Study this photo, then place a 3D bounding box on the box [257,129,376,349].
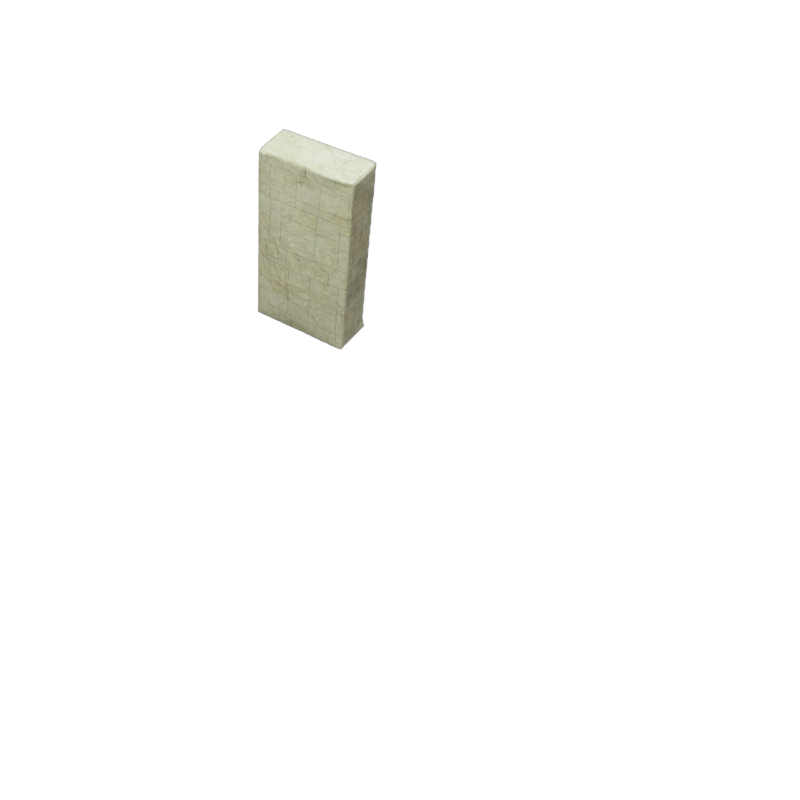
[{"bbox_3d":[-0.074,-0.134,0.941,0.098,0.164,0.049,24,46,22],"label":"box"}]
